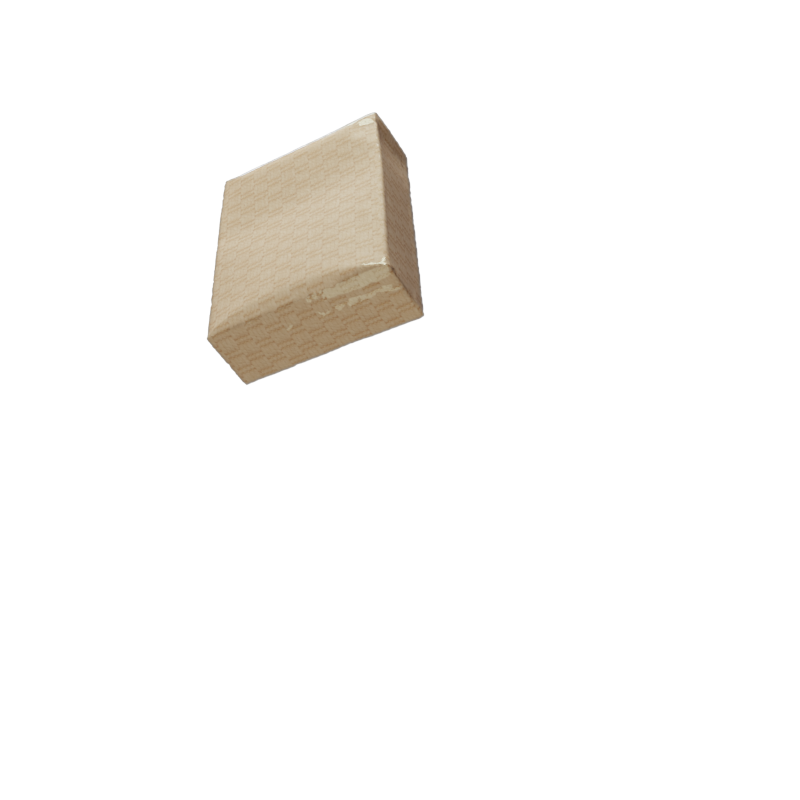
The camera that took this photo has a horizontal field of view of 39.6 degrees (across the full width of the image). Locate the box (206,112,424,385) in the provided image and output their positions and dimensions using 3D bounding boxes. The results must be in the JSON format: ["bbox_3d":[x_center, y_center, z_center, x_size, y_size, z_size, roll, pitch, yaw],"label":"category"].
[{"bbox_3d":[-0.074,-0.135,0.944,0.165,0.230,0.066,-21,-48,17],"label":"box"}]
